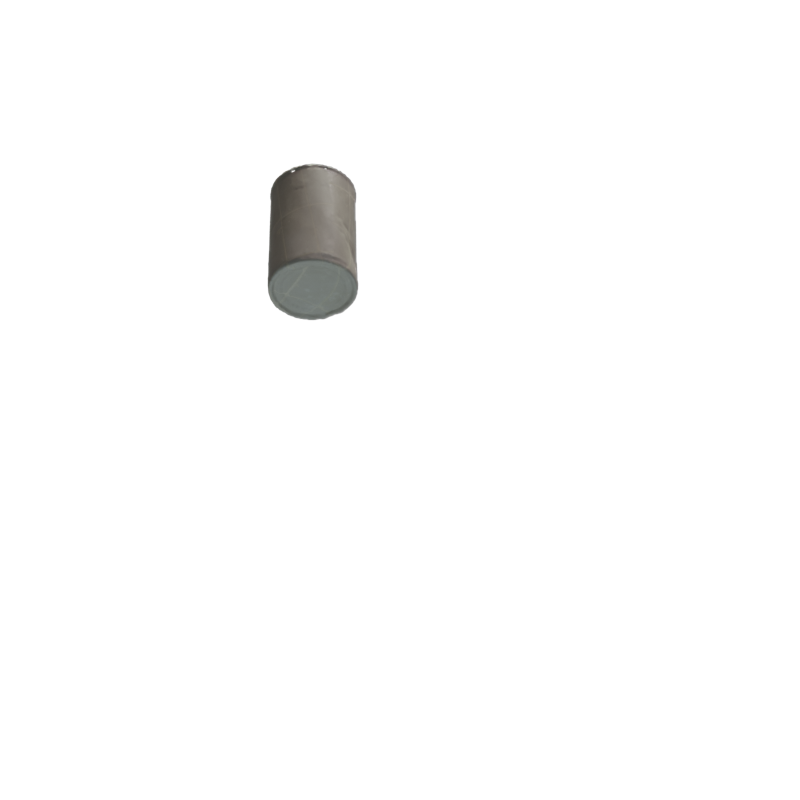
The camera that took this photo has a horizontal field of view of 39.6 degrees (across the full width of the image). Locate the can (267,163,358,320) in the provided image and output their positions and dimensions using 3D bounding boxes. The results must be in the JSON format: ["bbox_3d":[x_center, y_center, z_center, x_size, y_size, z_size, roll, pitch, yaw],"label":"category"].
[{"bbox_3d":[-0.066,-0.120,0.838,0.068,0.110,0.064,-1,-41,-3],"label":"can"}]
